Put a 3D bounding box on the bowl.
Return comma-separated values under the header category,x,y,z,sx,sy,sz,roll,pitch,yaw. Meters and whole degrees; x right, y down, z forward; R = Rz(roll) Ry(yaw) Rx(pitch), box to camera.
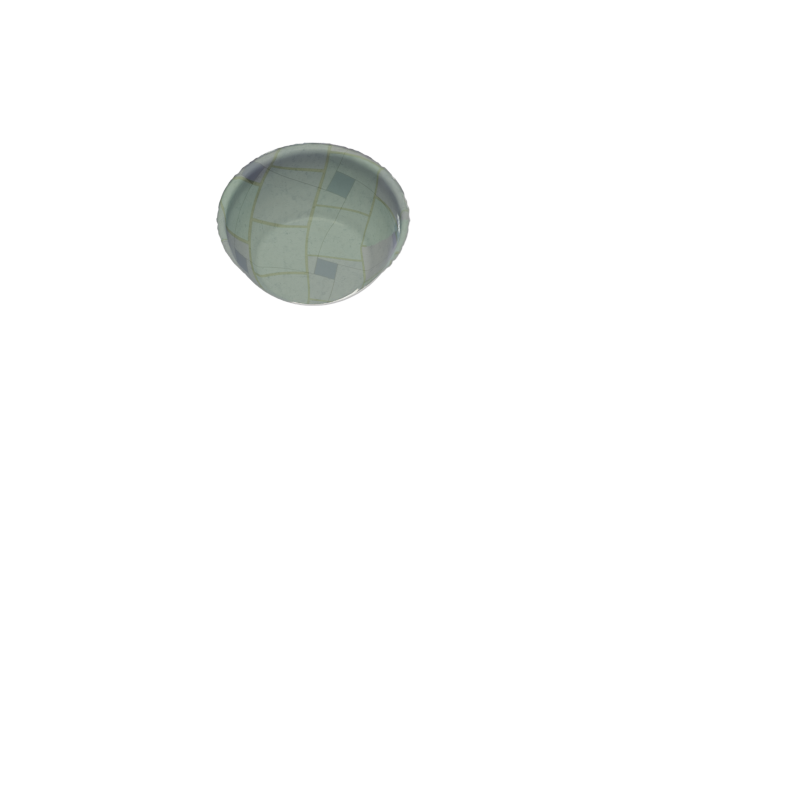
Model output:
category,x,y,z,sx,sy,sz,roll,pitch,yaw
bowl,-0.071,-0.130,0.910,0.162,0.151,0.059,1,42,-1
